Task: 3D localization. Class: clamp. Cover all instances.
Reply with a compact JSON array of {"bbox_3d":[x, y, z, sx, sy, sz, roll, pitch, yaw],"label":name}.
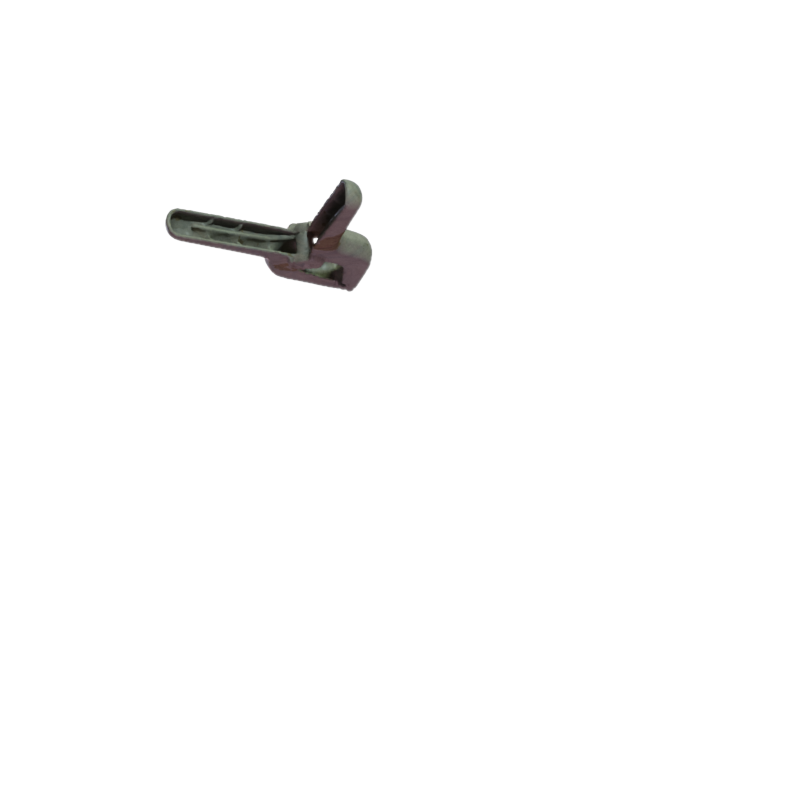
[{"bbox_3d":[-0.073,-0.133,0.933,0.168,0.038,0.198,-6,-13,27],"label":"clamp"}]
